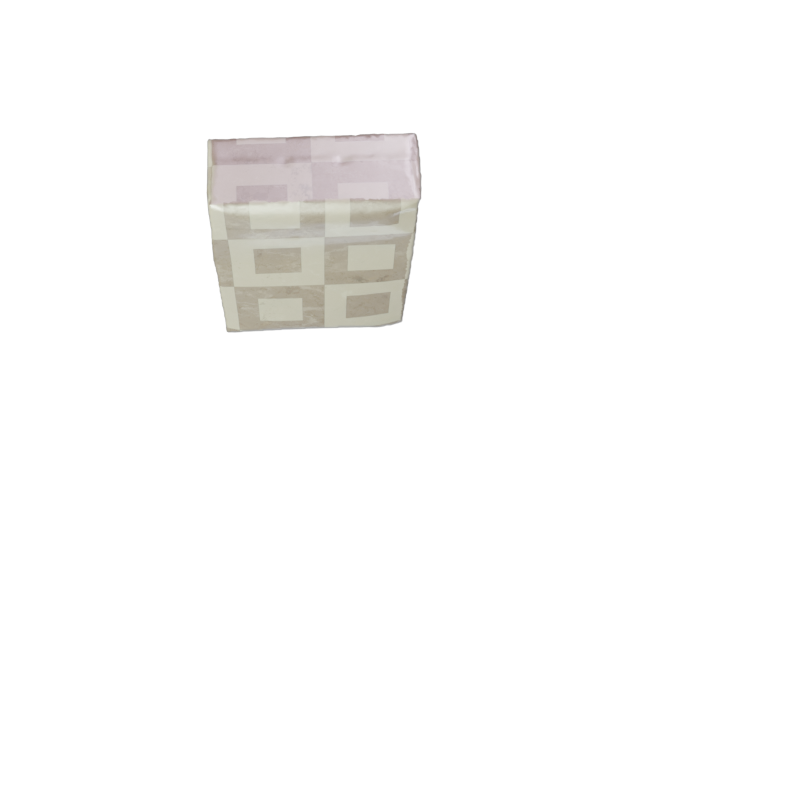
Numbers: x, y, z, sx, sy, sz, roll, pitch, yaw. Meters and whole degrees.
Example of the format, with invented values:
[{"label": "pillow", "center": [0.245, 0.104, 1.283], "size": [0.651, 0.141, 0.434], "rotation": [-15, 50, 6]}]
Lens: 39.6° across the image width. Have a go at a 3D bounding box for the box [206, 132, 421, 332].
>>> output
[{"label": "box", "center": [-0.073, -0.132, 0.927], "size": [0.164, 0.076, 0.202], "rotation": [-2, -24, -4]}]
